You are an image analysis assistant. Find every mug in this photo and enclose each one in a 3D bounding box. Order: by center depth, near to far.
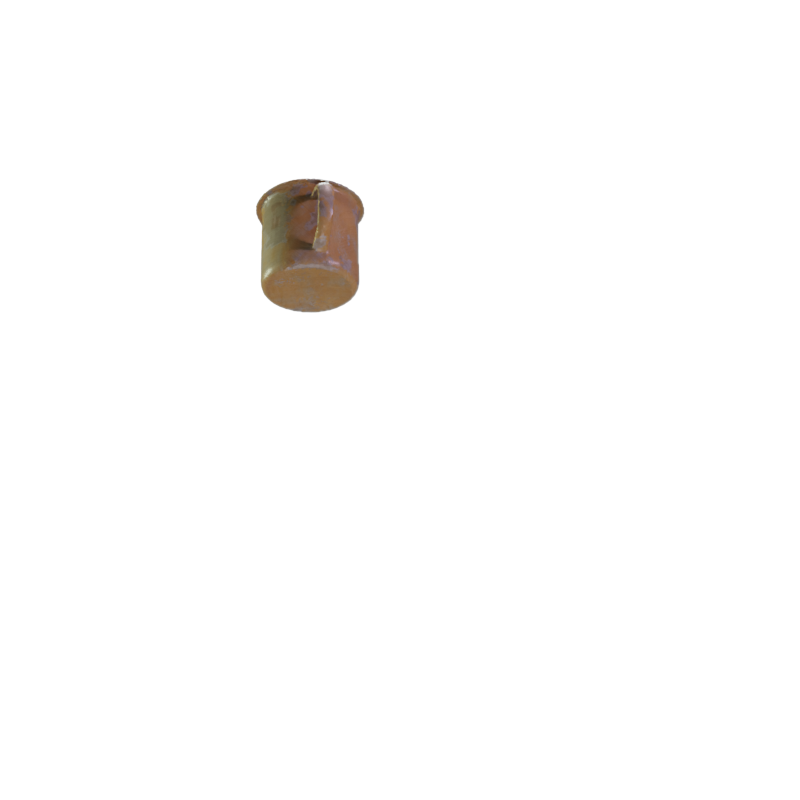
[{"bbox_3d":[-0.072,-0.132,0.923,0.091,0.087,0.112,7,-30,-15],"label":"mug"}]
